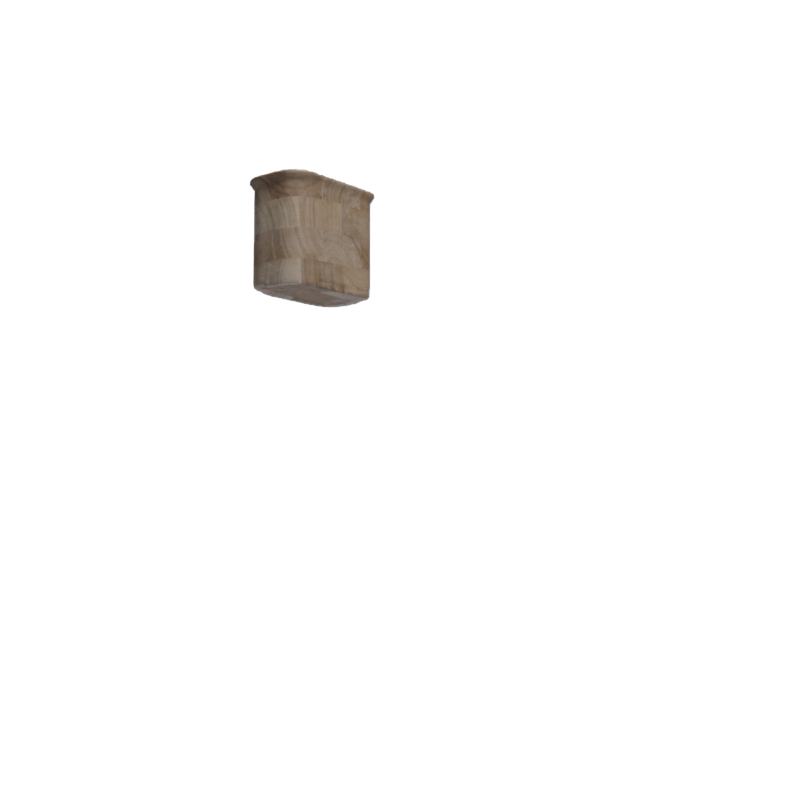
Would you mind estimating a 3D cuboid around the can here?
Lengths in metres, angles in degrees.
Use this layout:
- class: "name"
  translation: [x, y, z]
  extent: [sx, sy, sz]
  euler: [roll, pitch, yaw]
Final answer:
- class: "can"
  translation: [-0.065, -0.119, 0.831]
  extent: [0.059, 0.086, 0.097]
  euler: [-9, -12, 37]
